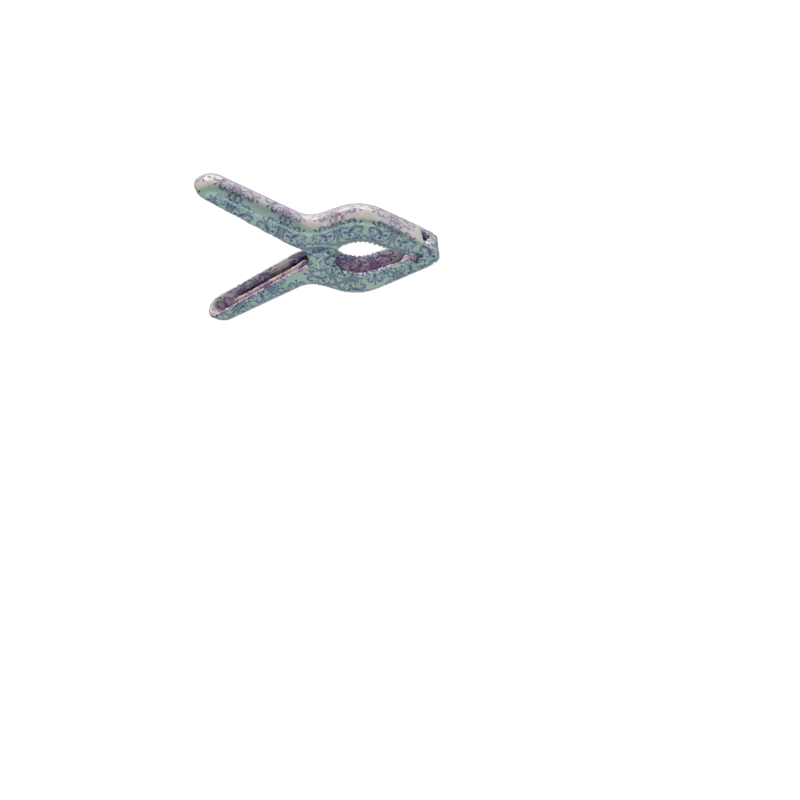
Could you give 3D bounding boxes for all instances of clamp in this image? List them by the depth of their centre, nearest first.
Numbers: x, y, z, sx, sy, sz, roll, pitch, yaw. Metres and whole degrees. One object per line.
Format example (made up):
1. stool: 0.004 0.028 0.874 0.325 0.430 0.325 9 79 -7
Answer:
1. clamp: -0.074 -0.134 0.941 0.211 0.039 0.152 -4 -40 5
